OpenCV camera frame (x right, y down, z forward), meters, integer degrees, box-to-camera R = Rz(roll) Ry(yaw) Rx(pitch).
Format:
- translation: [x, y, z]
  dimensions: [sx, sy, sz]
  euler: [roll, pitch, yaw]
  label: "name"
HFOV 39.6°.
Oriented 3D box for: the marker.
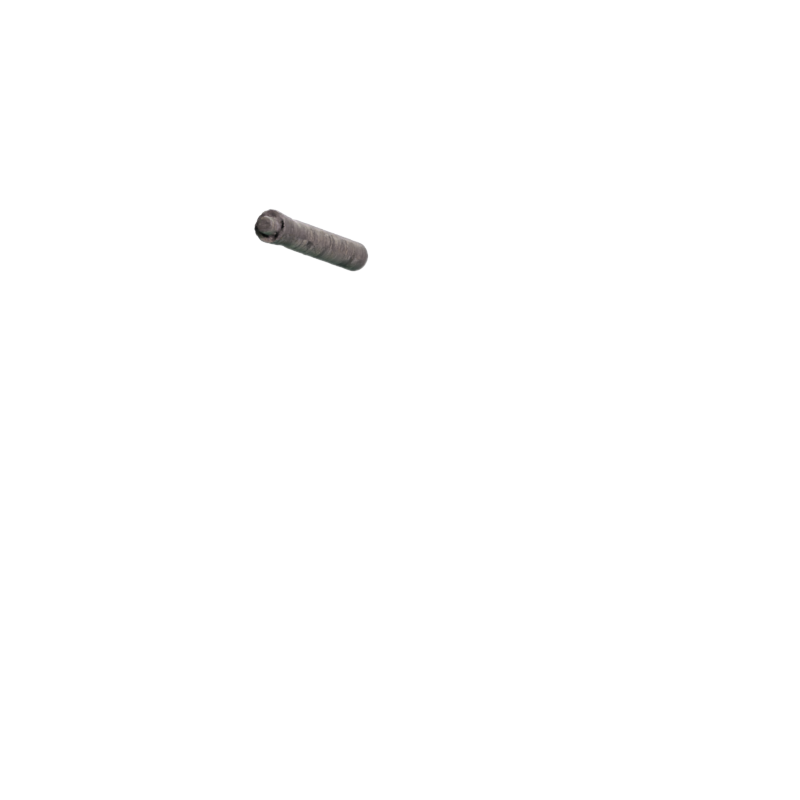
- translation: [-0.051, -0.092, 0.647]
  dimensions: [0.020, 0.020, 0.116]
  euler: [2, -1, 23]
  label: "marker"
